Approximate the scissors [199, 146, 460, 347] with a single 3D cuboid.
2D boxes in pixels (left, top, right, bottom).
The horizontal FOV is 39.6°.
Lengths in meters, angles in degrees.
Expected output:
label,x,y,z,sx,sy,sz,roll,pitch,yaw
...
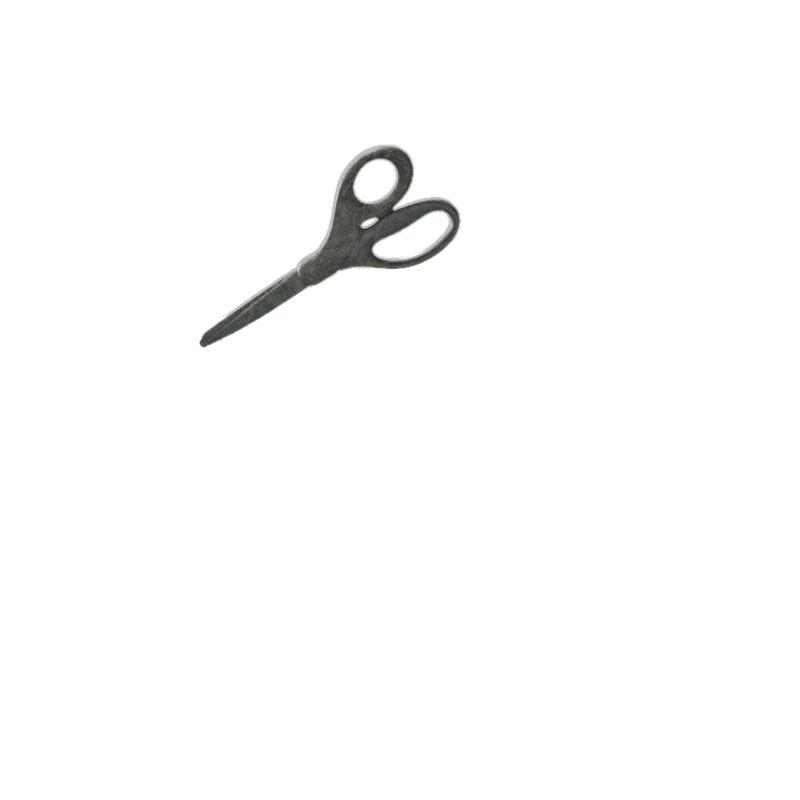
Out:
label,x,y,z,sx,sy,sz,roll,pitch,yaw
scissors,-0.060,-0.109,0.766,0.202,0.092,0.016,-18,15,5
